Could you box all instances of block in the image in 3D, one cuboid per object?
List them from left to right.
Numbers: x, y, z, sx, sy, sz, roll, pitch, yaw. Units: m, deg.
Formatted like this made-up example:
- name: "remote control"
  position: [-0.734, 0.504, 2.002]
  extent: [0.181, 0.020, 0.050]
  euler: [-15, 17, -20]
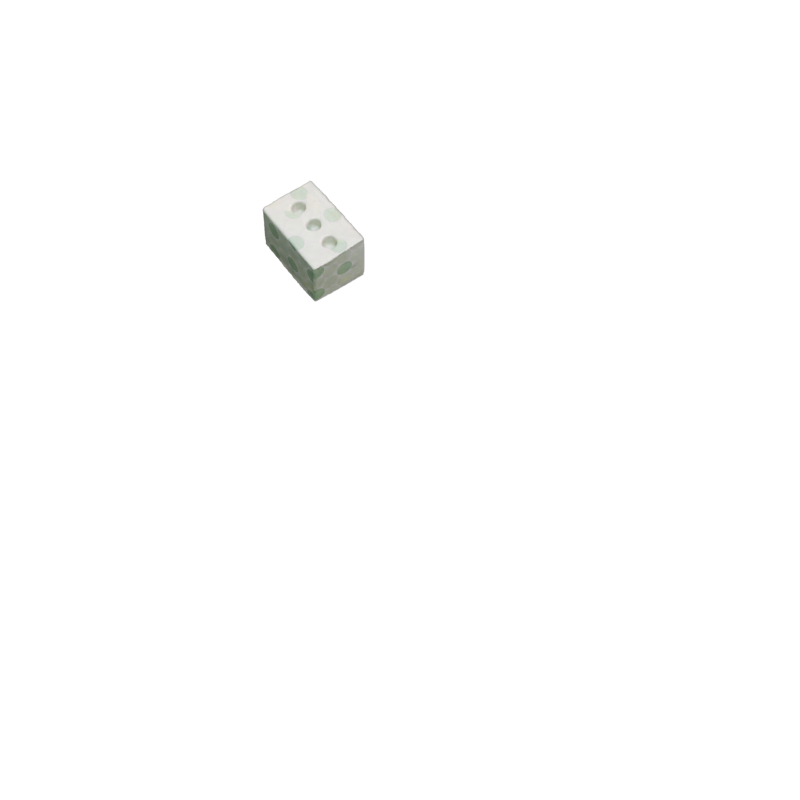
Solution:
- name: "block"
  position: [-0.073, -0.133, 0.934]
  extent: [0.053, 0.083, 0.048]
  euler: [-32, -26, -20]
